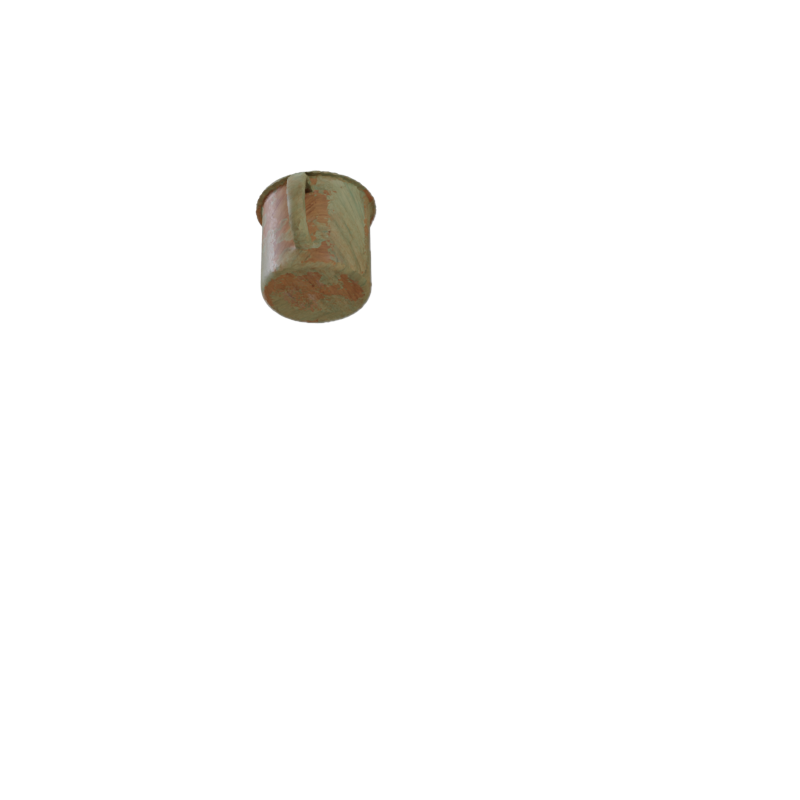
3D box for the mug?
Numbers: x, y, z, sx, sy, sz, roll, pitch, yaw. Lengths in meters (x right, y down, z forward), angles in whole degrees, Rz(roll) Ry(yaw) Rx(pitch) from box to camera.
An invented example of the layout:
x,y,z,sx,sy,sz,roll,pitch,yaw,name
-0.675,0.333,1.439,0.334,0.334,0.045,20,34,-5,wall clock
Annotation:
x,y,z,sx,sy,sz,roll,pitch,yaw,name
-0.064,-0.117,0.820,0.094,0.087,0.109,-5,-34,6,mug
